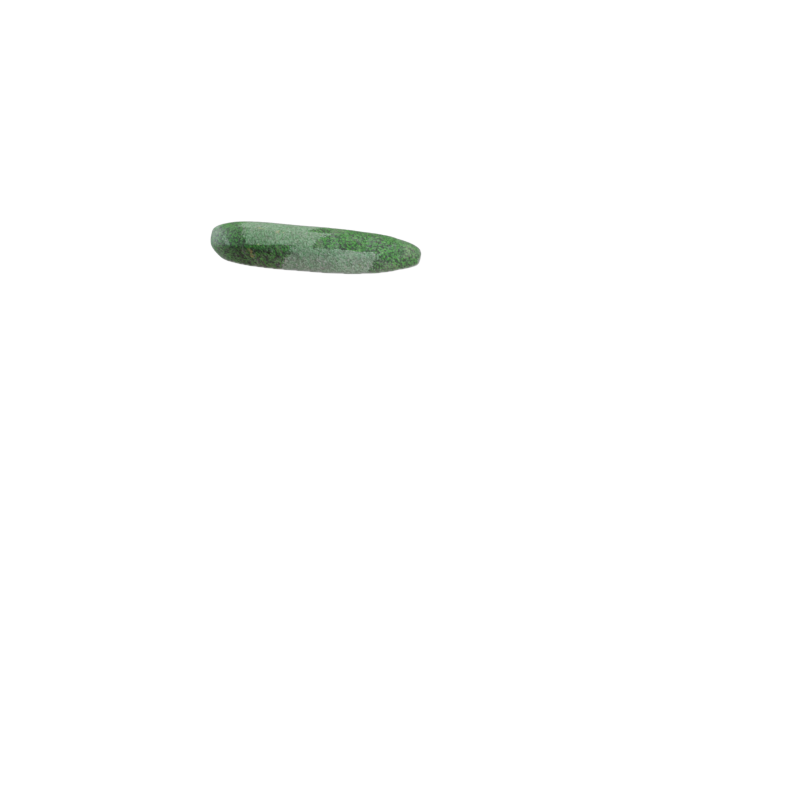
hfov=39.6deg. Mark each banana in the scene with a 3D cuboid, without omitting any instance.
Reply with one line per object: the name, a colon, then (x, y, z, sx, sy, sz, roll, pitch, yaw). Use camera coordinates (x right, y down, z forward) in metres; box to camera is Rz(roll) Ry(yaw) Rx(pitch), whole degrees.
banana: (-0.084, -0.128, 0.913, 0.206, 0.036, 0.069, 10, 19, 28)
